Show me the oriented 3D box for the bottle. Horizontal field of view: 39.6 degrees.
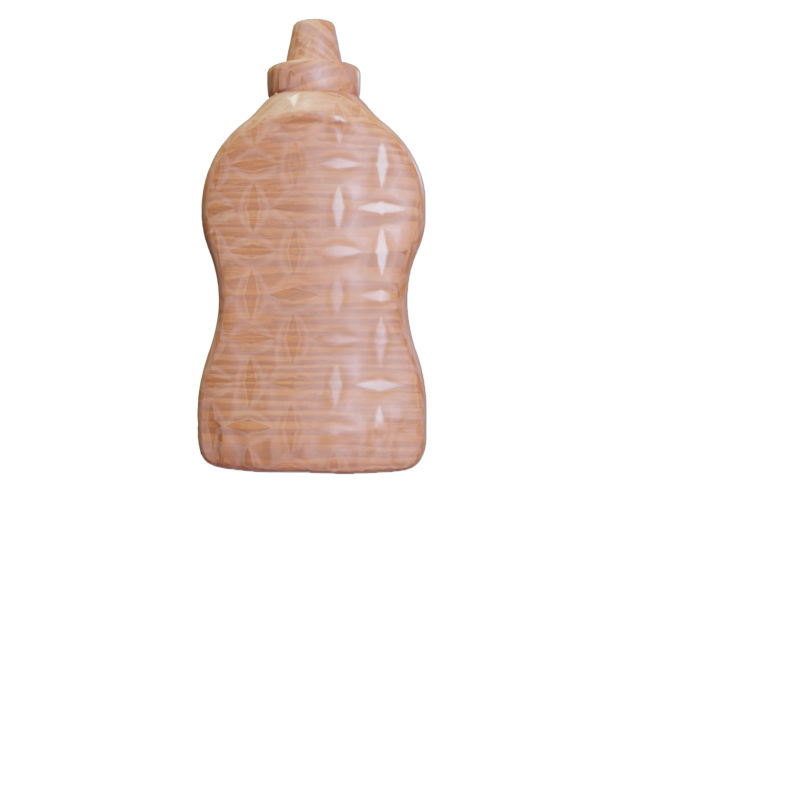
[{"bbox_3d":[-0.037,-0.068,0.478,0.097,0.193,0.057,-1,-3,8],"label":"bottle"}]
